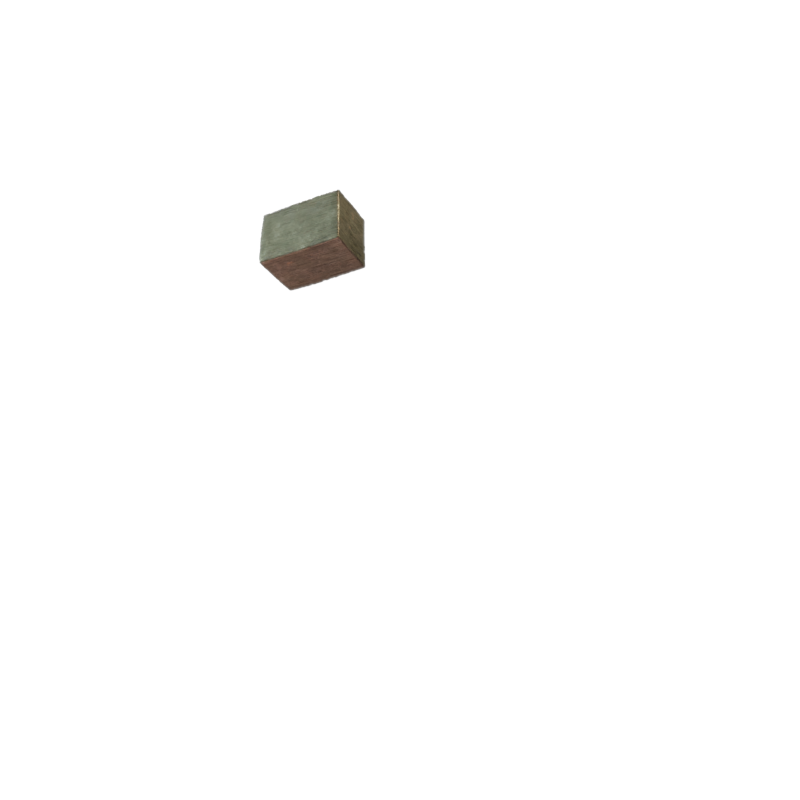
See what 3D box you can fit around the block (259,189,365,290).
[{"bbox_3d":[-0.075,-0.137,0.960,0.079,0.055,0.049,-15,-35,22],"label":"block"}]
